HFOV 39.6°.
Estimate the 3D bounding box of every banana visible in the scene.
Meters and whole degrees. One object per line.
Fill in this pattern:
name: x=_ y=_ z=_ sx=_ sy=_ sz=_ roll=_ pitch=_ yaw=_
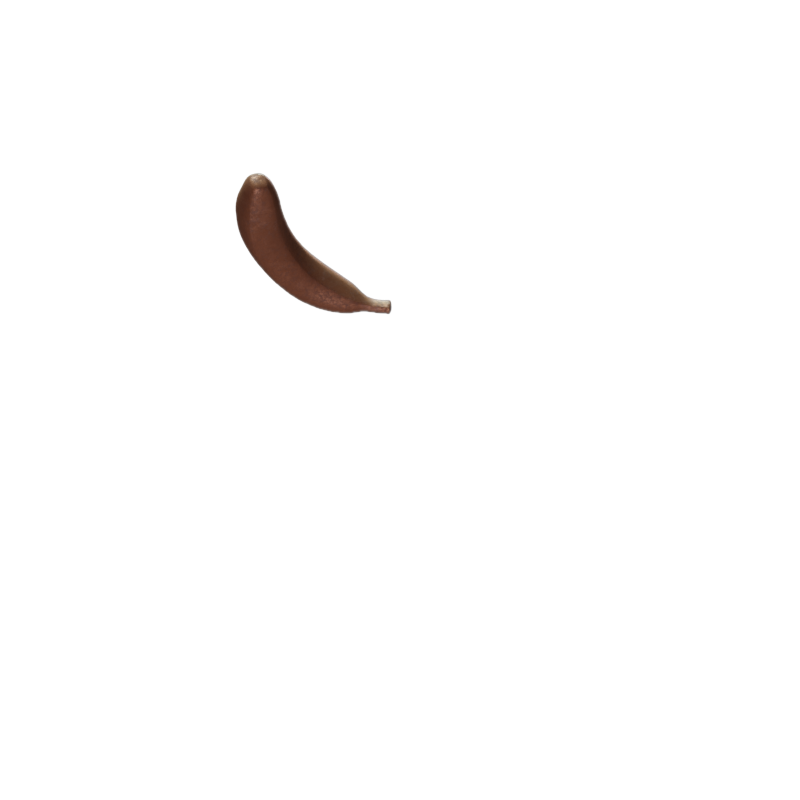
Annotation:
banana: x=-0.082 y=-0.118 z=0.878 sx=0.070 sy=0.039 sz=0.183 roll=-18 pitch=-35 yaw=26
